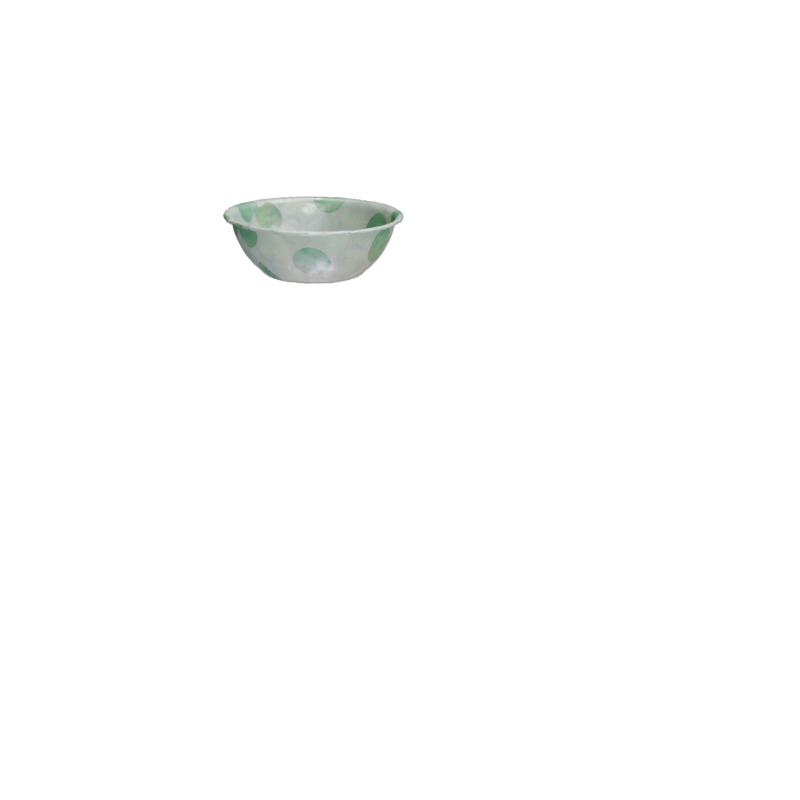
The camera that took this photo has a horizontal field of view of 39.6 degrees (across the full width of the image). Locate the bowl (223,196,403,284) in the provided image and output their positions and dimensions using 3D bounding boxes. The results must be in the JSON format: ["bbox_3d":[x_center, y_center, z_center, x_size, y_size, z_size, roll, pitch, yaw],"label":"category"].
[{"bbox_3d":[-0.078,-0.142,0.996,0.162,0.053,0.169,-1,20,-2],"label":"bowl"}]
